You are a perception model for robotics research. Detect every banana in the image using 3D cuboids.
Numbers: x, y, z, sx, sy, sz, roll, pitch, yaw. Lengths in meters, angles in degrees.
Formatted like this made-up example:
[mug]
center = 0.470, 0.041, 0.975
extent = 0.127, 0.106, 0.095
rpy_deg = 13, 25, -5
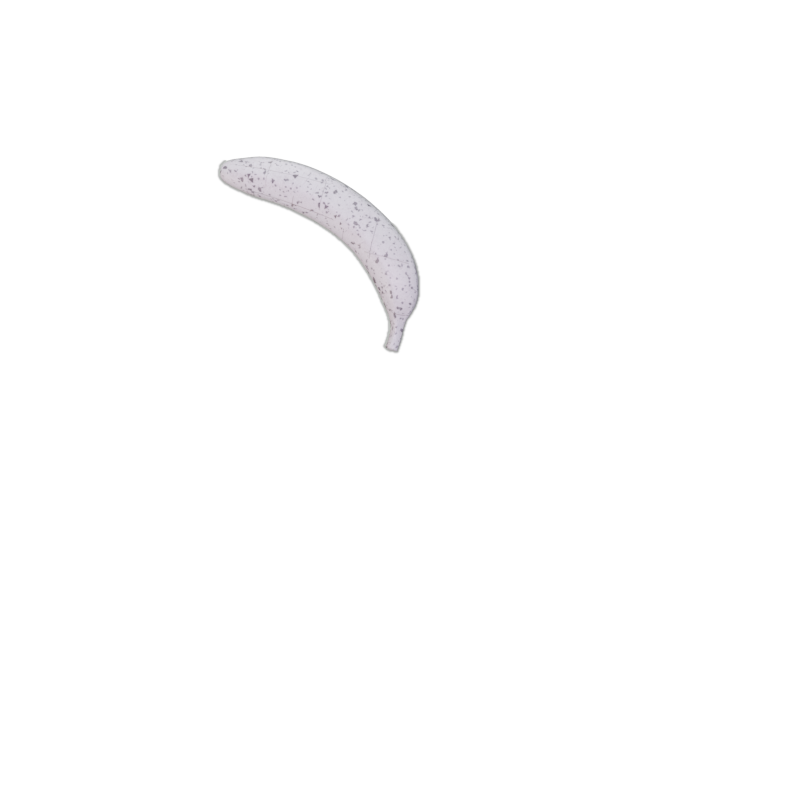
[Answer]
[banana]
center = -0.050, -0.129, 0.840
extent = 0.070, 0.204, 0.035
rpy_deg = -42, -12, -11
